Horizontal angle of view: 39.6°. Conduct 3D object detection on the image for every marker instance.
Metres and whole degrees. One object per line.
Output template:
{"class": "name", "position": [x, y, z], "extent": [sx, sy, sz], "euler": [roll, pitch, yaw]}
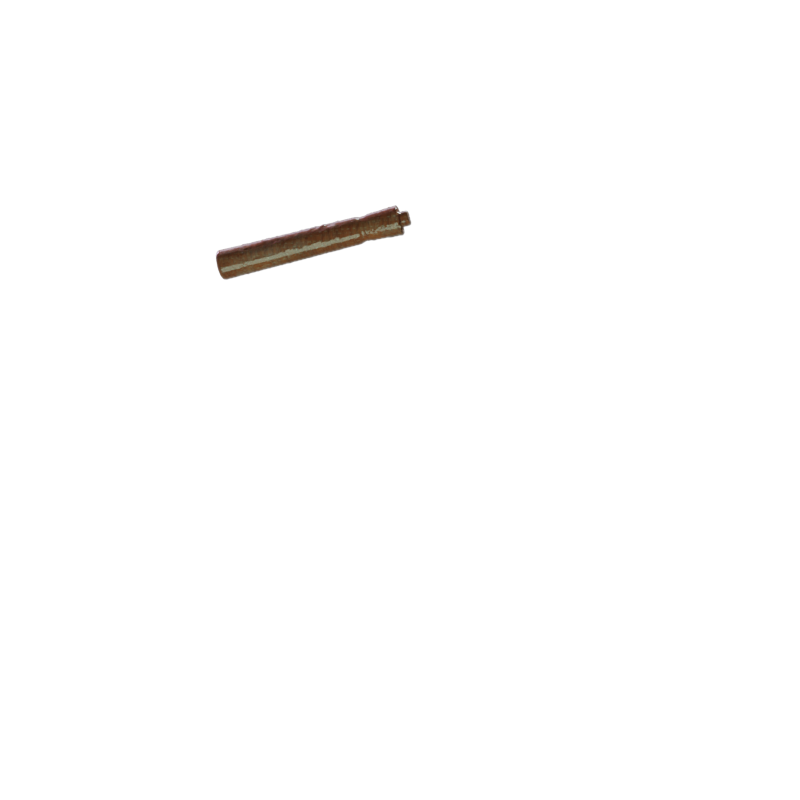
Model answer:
{"class": "marker", "position": [-0.053, -0.096, 0.676], "extent": [0.122, 0.020, 0.020], "euler": [-13, 2, 11]}
